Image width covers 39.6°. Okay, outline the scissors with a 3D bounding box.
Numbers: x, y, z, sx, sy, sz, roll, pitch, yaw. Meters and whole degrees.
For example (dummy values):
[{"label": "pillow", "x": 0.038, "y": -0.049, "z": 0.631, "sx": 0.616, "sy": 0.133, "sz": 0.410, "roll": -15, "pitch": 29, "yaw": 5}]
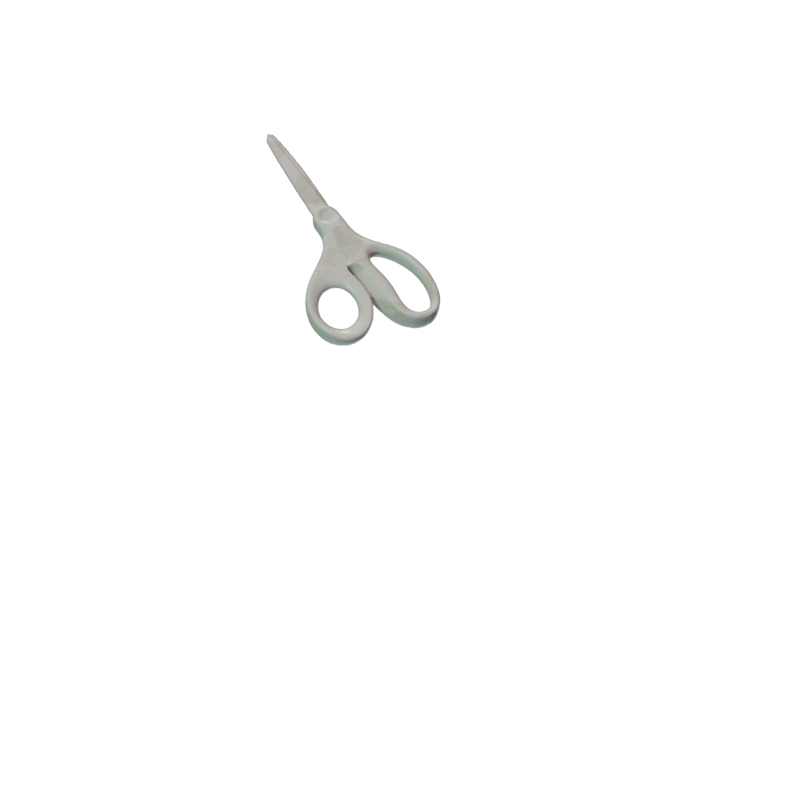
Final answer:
[{"label": "scissors", "x": -0.060, "y": -0.109, "z": 0.764, "sx": 0.097, "sy": 0.015, "sz": 0.215, "roll": -36, "pitch": 60, "yaw": -24}]
